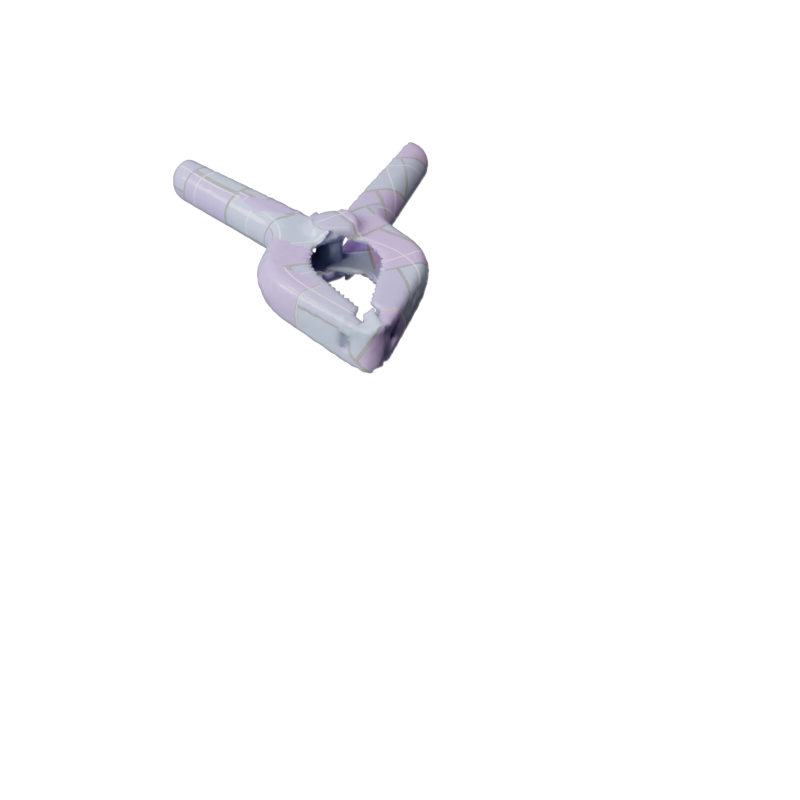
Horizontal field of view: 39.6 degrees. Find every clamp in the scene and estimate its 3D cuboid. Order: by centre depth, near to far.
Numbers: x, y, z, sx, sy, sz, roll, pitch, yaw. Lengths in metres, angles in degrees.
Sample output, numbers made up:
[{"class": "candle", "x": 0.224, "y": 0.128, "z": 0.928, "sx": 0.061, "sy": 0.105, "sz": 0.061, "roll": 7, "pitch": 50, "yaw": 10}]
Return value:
[{"class": "clamp", "x": -0.050, "y": -0.092, "z": 0.641, "sx": 0.163, "sy": 0.034, "sz": 0.226, "roll": -4, "pitch": 38, "yaw": -6}]
